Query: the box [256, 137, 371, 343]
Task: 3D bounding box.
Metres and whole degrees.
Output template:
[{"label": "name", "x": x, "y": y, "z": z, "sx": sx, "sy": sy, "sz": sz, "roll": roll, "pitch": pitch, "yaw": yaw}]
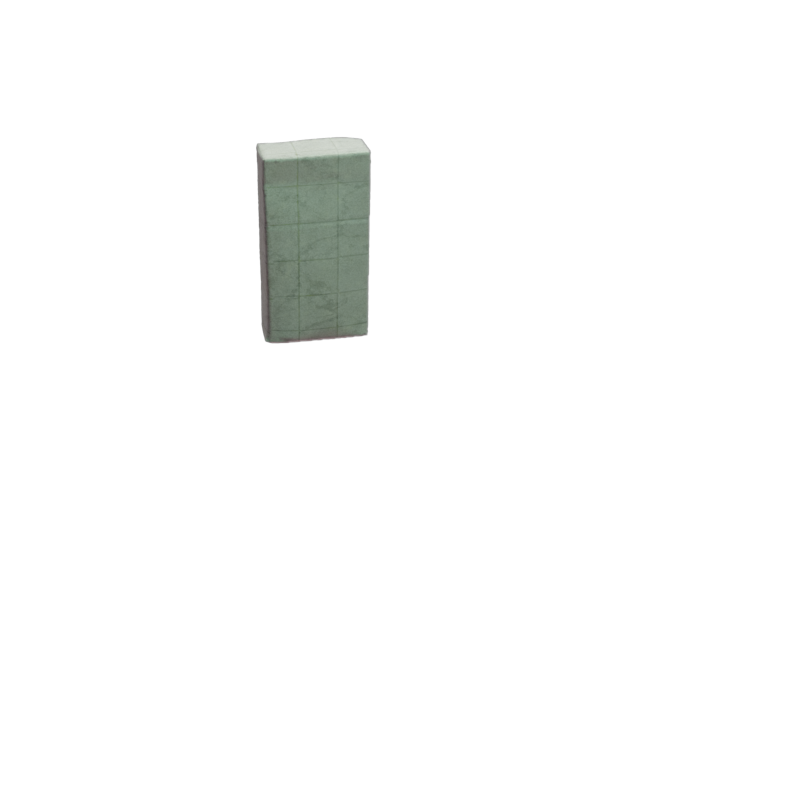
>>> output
[{"label": "box", "x": -0.074, "y": -0.136, "z": 0.953, "sx": 0.092, "sy": 0.167, "sz": 0.051, "roll": -4, "pitch": 26, "yaw": -12}]
